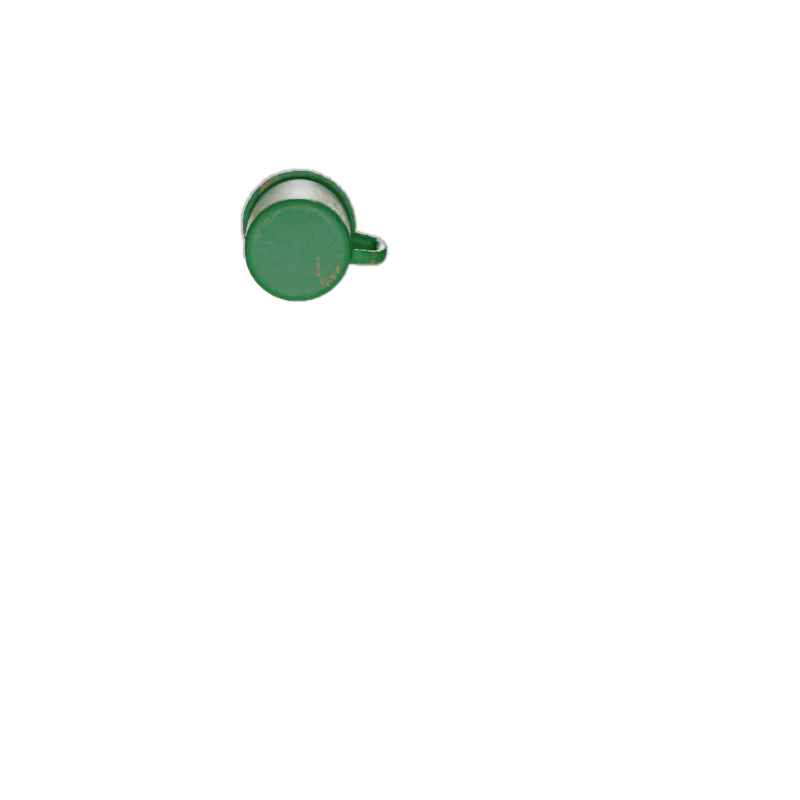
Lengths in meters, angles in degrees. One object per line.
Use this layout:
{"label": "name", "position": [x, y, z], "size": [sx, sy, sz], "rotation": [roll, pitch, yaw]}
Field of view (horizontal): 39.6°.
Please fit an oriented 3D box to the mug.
{"label": "mug", "position": [-0.068, -0.123, 0.865], "size": [0.116, 0.090, 0.085], "rotation": [13, 18, -6]}
